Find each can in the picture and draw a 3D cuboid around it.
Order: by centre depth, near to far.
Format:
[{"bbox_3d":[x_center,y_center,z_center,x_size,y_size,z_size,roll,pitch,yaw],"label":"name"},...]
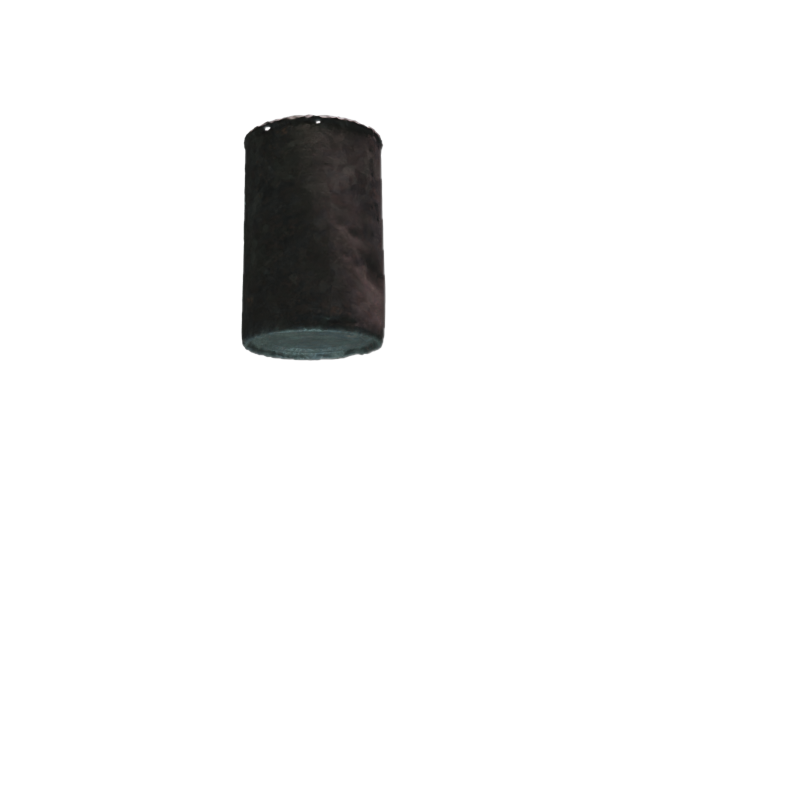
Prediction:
[{"bbox_3d":[-0.041,-0.075,0.527,0.068,0.106,0.066,0,-15,-2],"label":"can"}]
